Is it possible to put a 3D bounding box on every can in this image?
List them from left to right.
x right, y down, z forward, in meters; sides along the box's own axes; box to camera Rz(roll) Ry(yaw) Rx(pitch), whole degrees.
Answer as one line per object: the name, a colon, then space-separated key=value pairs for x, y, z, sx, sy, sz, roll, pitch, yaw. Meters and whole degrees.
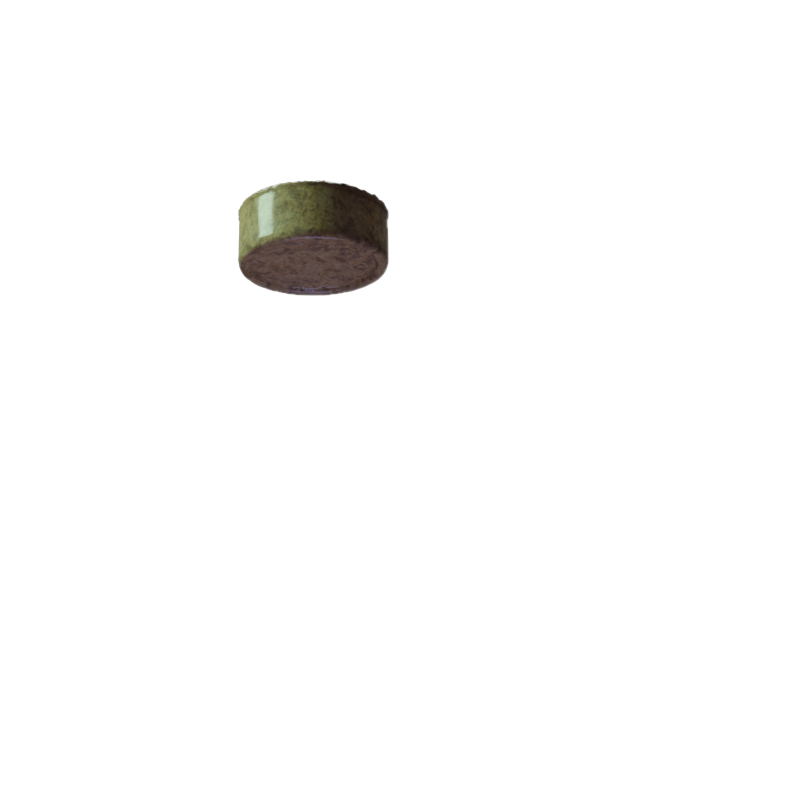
can: x=-0.049 y=-0.089 z=0.625 sx=0.086 sy=0.035 sz=0.082 roll=0 pitch=-19 yaw=-2
